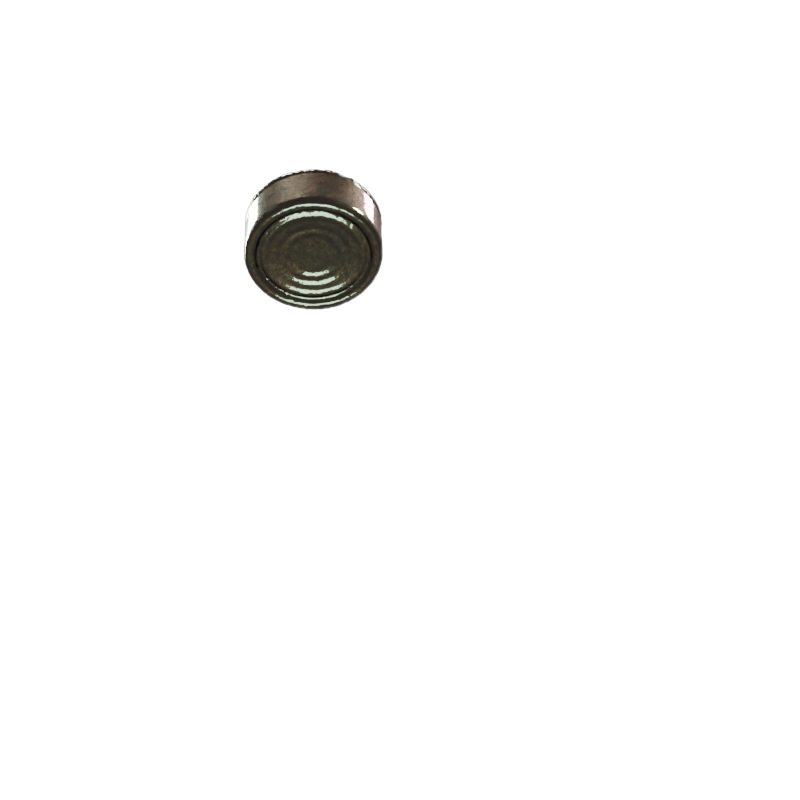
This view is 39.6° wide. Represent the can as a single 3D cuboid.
[{"bbox_3d":[-0.053,-0.097,0.681,0.086,0.080,0.036,1,41,-1],"label":"can"}]
